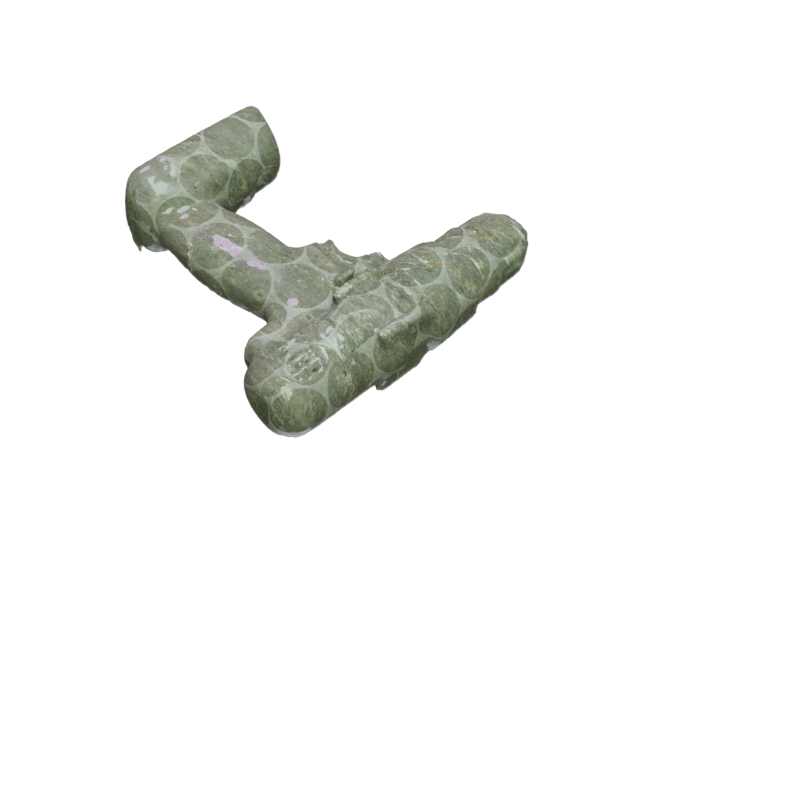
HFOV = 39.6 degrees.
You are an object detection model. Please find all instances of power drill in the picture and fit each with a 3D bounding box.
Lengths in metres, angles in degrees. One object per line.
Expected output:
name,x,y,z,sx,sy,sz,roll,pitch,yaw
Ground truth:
power drill,-0.048,-0.088,0.615,0.185,0.053,0.200,-34,58,-26
